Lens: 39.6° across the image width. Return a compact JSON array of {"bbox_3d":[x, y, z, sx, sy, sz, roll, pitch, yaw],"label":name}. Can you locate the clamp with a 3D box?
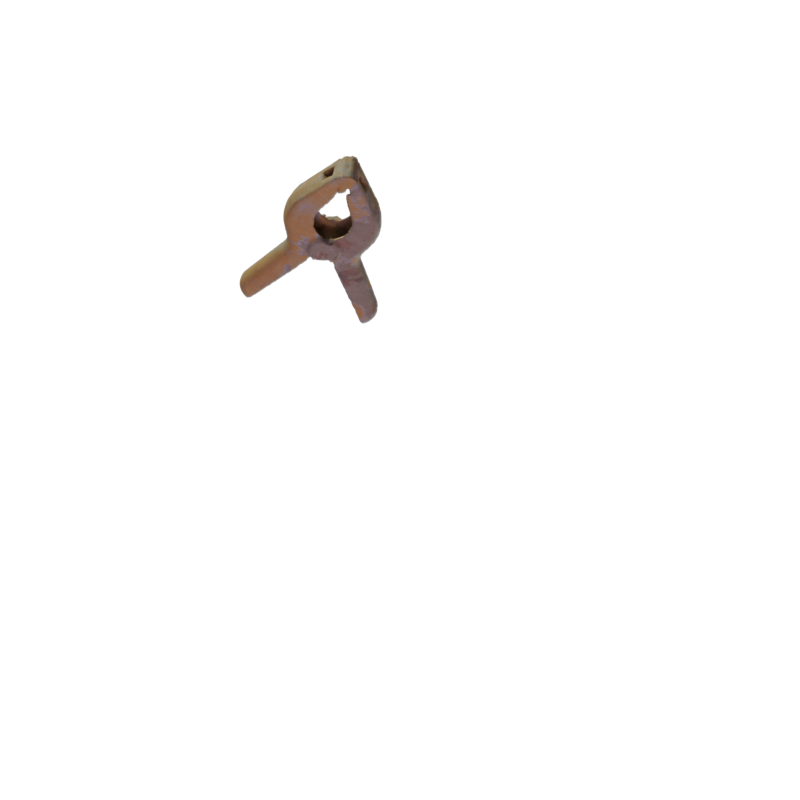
[{"bbox_3d":[-0.071,-0.130,0.912,0.119,0.042,0.160,4,-44,-4],"label":"clamp"}]
